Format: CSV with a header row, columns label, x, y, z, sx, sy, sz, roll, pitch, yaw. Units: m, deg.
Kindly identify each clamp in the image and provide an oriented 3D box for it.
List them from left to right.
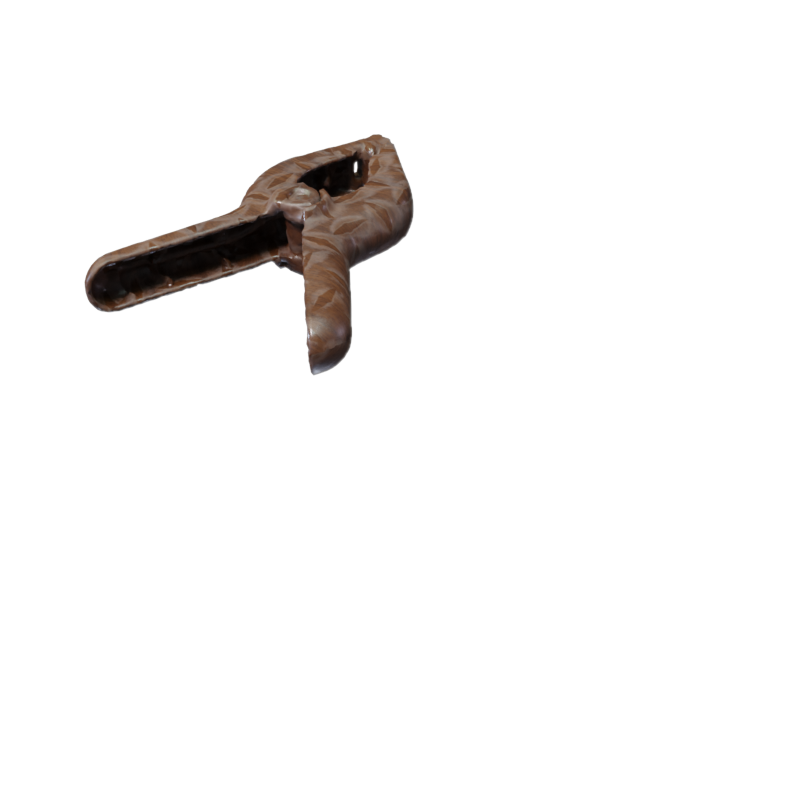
label,x,y,z,sx,sy,sz,roll,pitch,yaw
clamp,-0.038,-0.069,0.484,0.127,0.037,0.174,25,46,27
